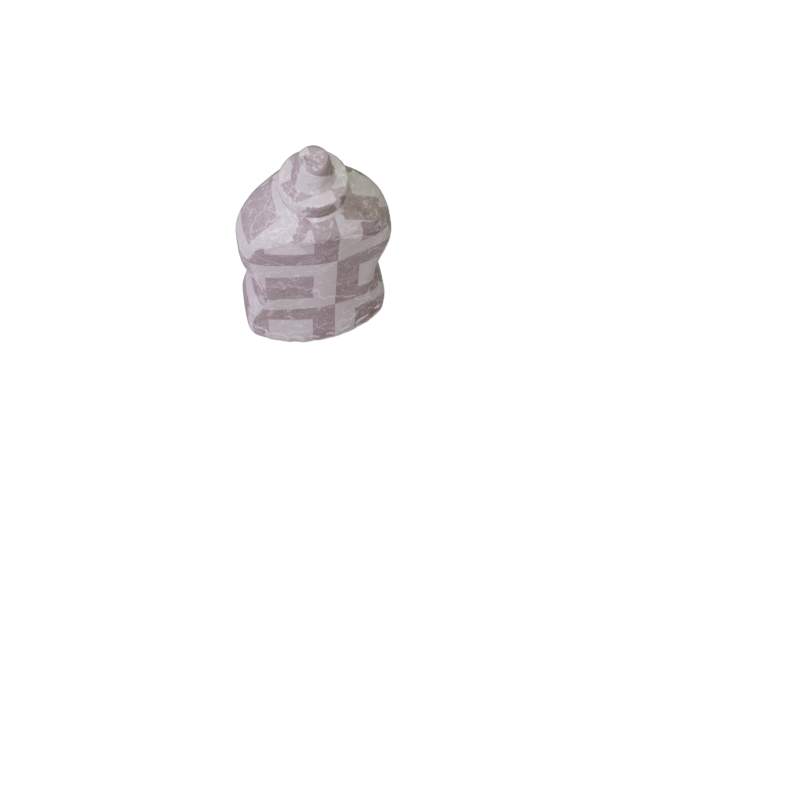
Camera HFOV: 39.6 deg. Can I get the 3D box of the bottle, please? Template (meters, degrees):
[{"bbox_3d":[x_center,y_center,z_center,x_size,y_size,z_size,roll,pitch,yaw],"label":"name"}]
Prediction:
[{"bbox_3d":[-0.055,-0.100,0.700,0.095,0.062,0.182,-8,-21,-7],"label":"bottle"}]
